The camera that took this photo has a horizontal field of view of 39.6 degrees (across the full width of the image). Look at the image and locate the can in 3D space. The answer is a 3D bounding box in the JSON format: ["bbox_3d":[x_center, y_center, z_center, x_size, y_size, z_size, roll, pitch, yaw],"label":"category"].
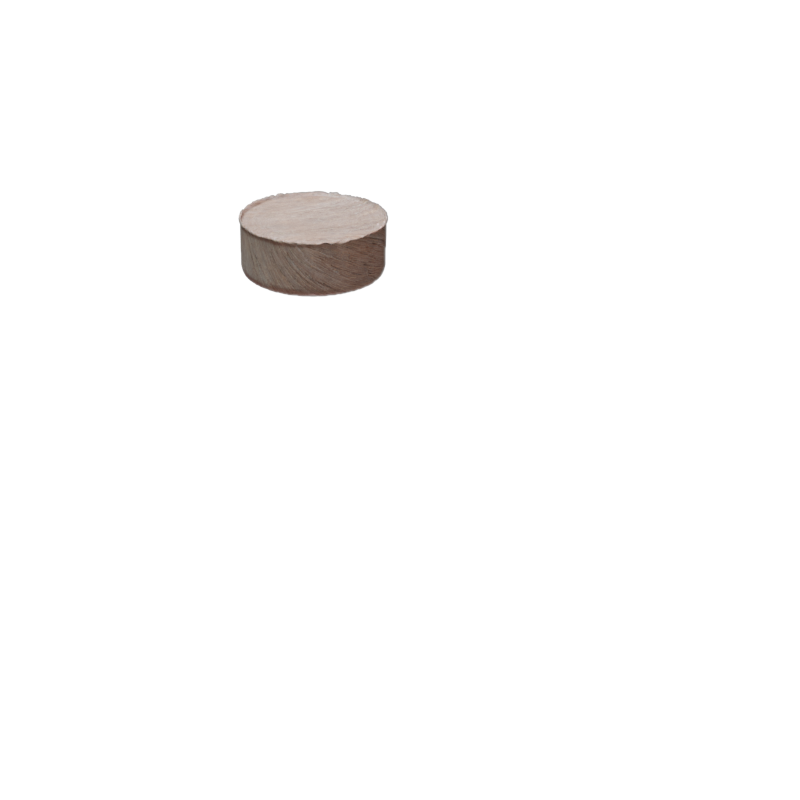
[{"bbox_3d":[-0.050,-0.092,0.642,0.086,0.032,0.091,-1,28,-2],"label":"can"}]
